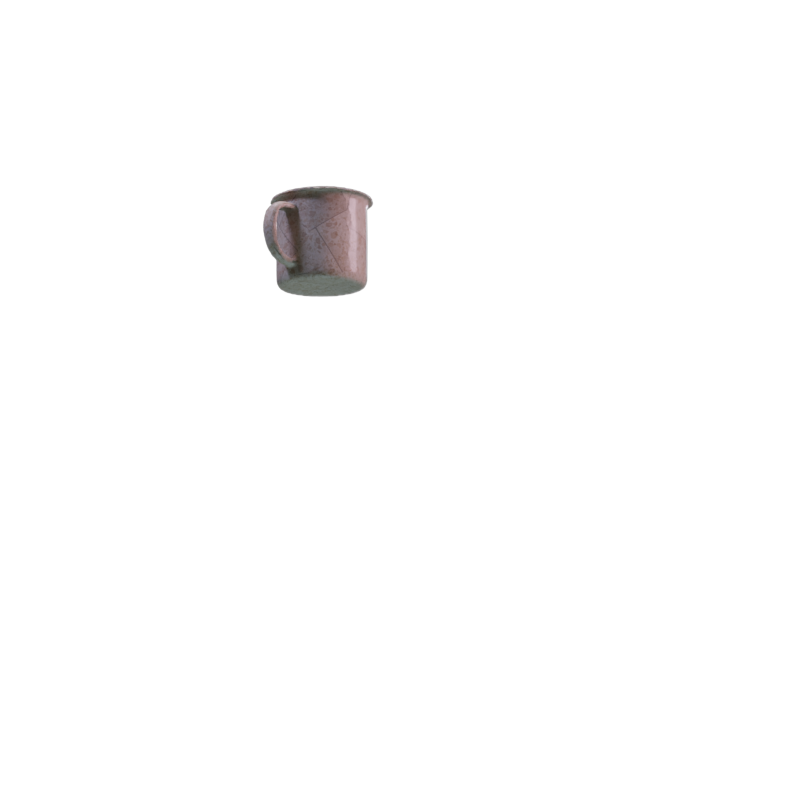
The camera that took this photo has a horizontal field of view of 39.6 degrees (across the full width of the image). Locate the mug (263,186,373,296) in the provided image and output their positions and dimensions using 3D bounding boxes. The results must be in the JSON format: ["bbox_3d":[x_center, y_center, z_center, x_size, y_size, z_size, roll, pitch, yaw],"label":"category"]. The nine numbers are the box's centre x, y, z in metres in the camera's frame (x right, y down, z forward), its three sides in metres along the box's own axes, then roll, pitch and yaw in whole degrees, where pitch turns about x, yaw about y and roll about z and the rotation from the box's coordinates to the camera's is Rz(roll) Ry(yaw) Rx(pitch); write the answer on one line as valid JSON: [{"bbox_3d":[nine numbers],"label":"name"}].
[{"bbox_3d":[-0.078,-0.141,0.990,0.095,0.084,0.111,-9,-13,37],"label":"mug"}]
